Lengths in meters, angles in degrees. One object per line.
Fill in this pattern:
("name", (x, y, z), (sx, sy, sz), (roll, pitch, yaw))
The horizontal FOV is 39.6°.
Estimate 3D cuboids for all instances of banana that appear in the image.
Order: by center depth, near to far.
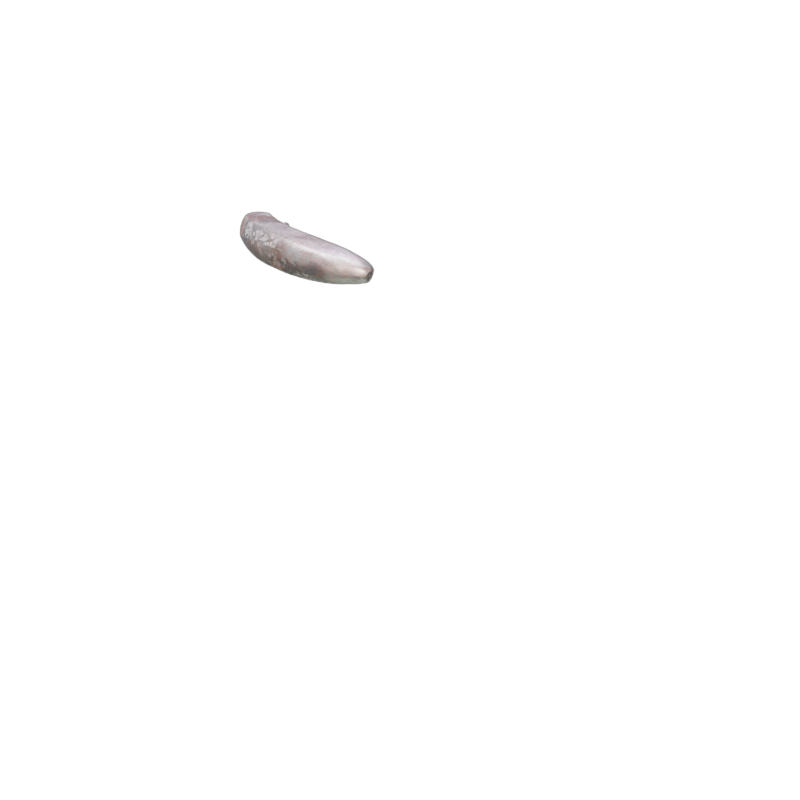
("banana", (-0.093, -0.135, 0.949), (0.068, 0.035, 0.210), (-9, 24, -23))
